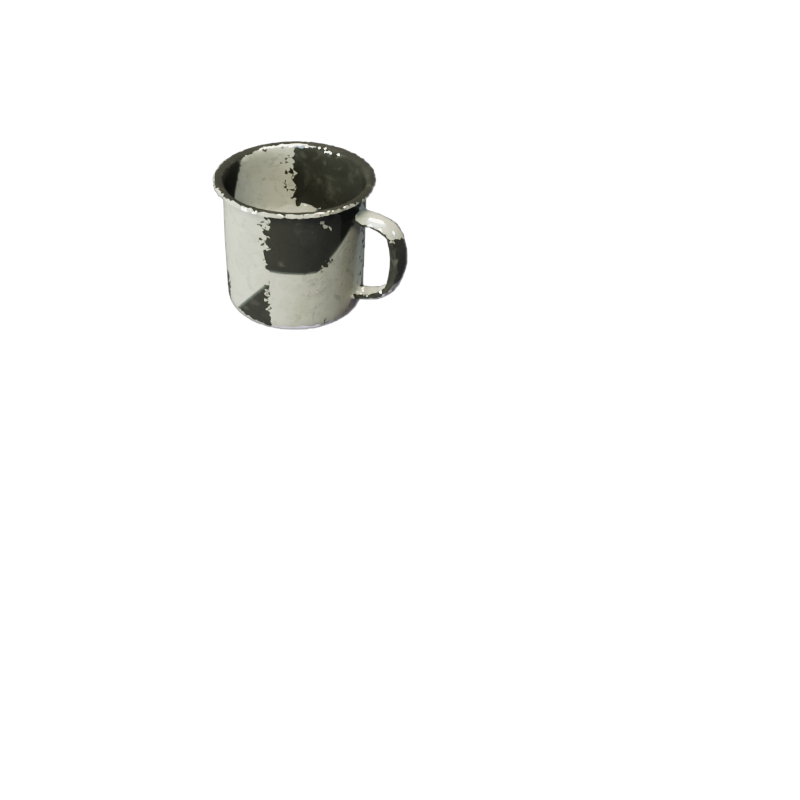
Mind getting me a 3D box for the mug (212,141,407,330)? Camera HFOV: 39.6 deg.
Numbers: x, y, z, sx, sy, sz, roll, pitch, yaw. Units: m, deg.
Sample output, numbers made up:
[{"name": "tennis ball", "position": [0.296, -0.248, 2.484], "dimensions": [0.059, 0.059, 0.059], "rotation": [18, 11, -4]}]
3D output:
[{"name": "mug", "position": [-0.050, -0.092, 0.645], "dimensions": [0.121, 0.076, 0.096], "rotation": [15, 37, 19]}]
